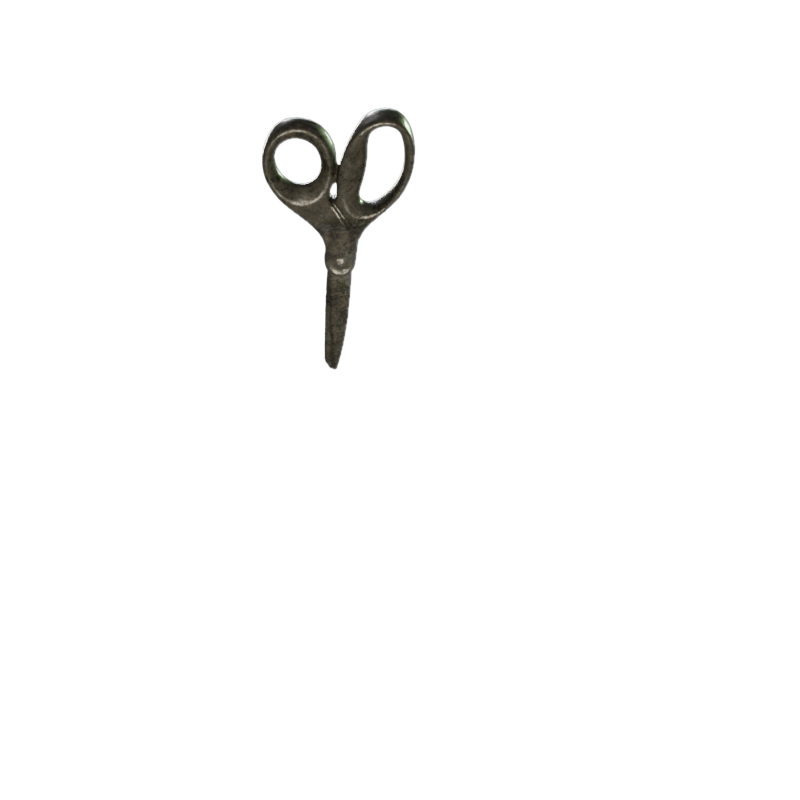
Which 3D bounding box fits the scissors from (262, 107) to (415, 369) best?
[{"bbox_3d":[-0.053,-0.096,0.675,0.094,0.192,0.017,16,41,-14],"label":"scissors"}]
